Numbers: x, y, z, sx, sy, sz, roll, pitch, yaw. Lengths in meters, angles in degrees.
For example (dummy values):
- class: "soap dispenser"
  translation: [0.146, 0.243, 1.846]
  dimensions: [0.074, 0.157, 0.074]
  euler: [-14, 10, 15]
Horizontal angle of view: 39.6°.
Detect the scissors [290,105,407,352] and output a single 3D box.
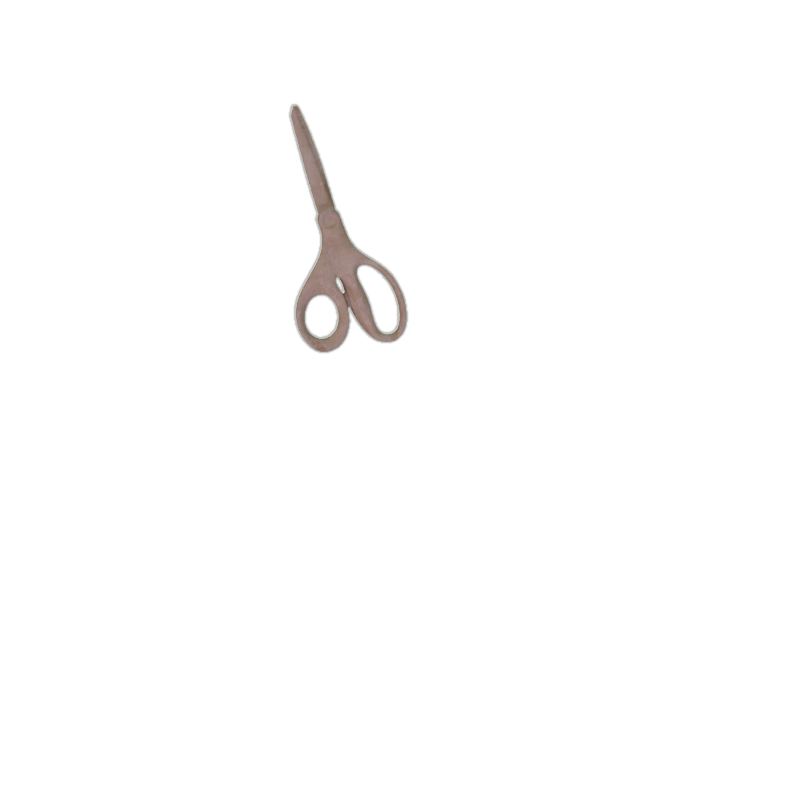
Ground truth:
- class: "scissors"
  translation: [-0.069, -0.126, 0.882]
  dimensions: [0.096, 0.203, 0.016]
  euler: [-32, -3, -2]
